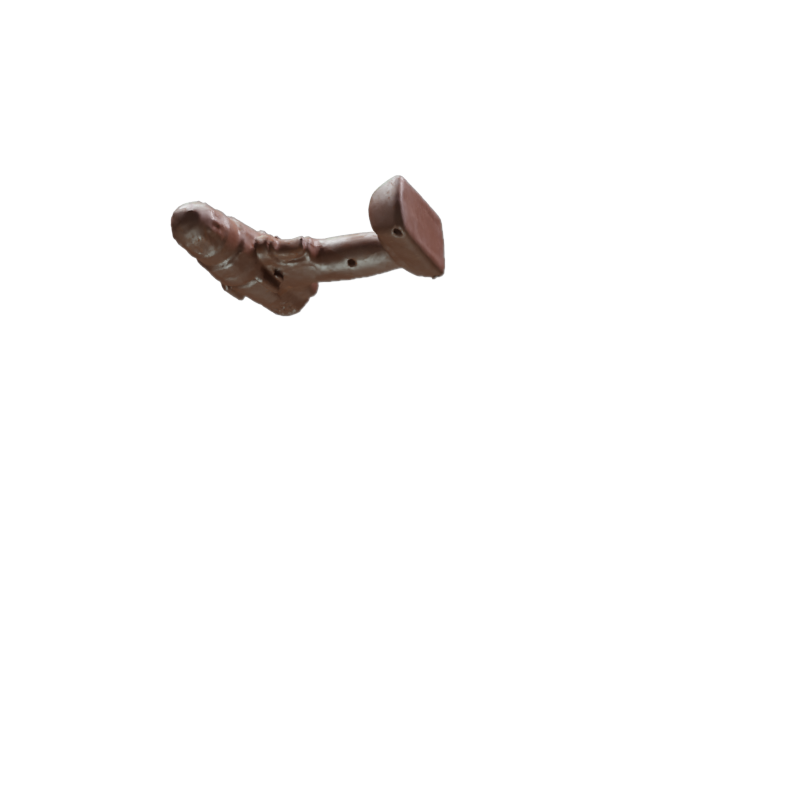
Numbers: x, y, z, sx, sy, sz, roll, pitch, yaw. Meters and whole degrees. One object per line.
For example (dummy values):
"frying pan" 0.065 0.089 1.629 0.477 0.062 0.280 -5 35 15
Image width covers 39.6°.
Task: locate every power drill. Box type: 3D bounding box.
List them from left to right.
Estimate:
"power drill" -0.071 -0.129 0.904 0.191 0.060 0.172 -8 -19 24
